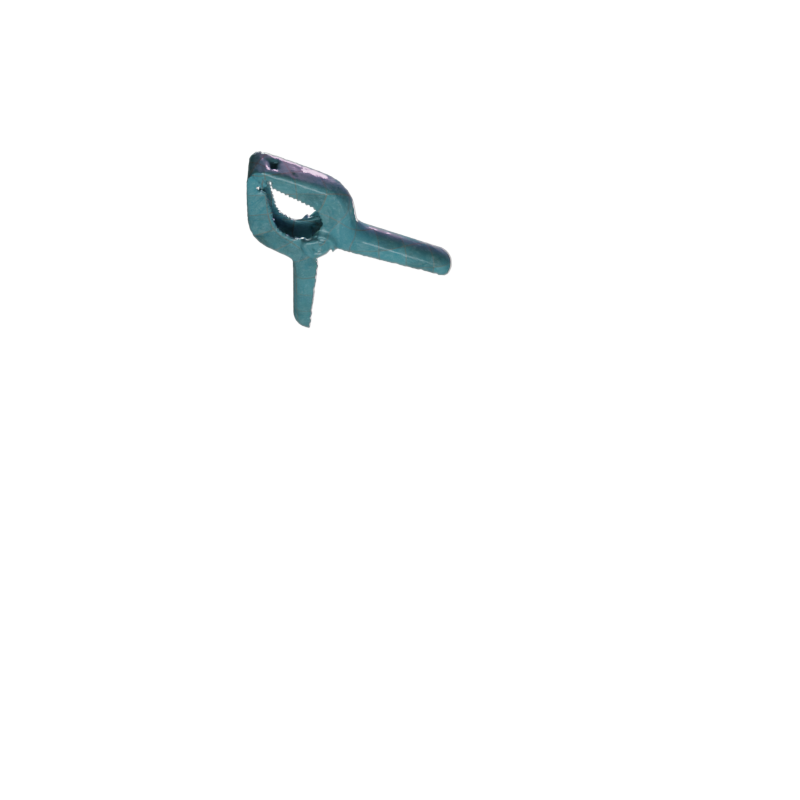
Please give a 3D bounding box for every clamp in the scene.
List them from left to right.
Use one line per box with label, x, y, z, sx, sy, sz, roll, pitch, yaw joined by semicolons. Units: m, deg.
clamp;-0.077;-0.141;0.984;0.165;0.039;0.195;-26;-45;29
